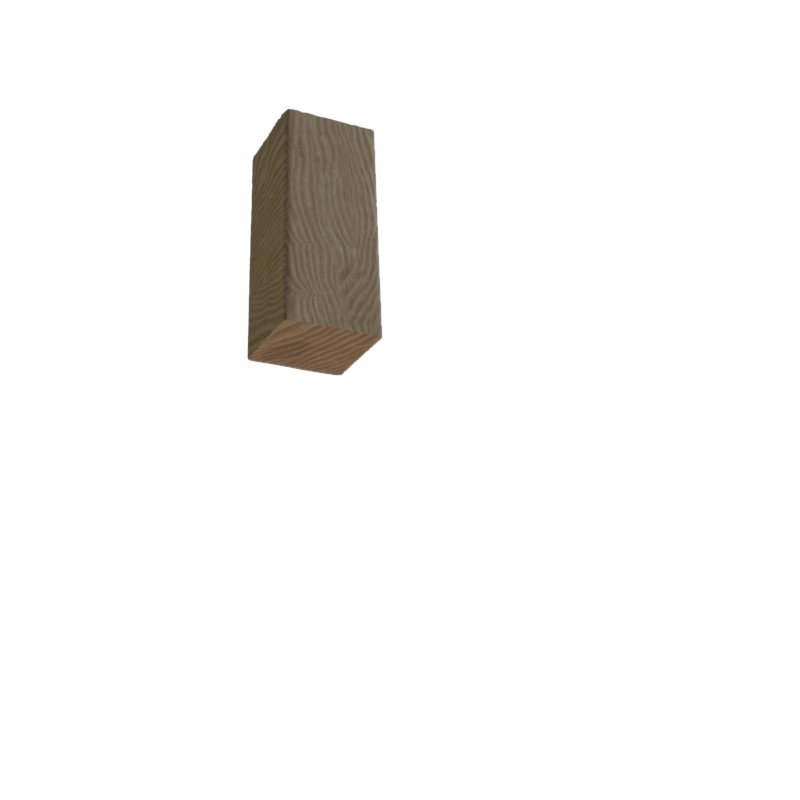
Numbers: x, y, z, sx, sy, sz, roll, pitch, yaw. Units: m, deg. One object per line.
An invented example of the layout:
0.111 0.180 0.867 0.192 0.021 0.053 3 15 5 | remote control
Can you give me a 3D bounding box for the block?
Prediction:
-0.077 -0.139 0.972 0.087 0.219 0.088 11 -30 -23 | block
